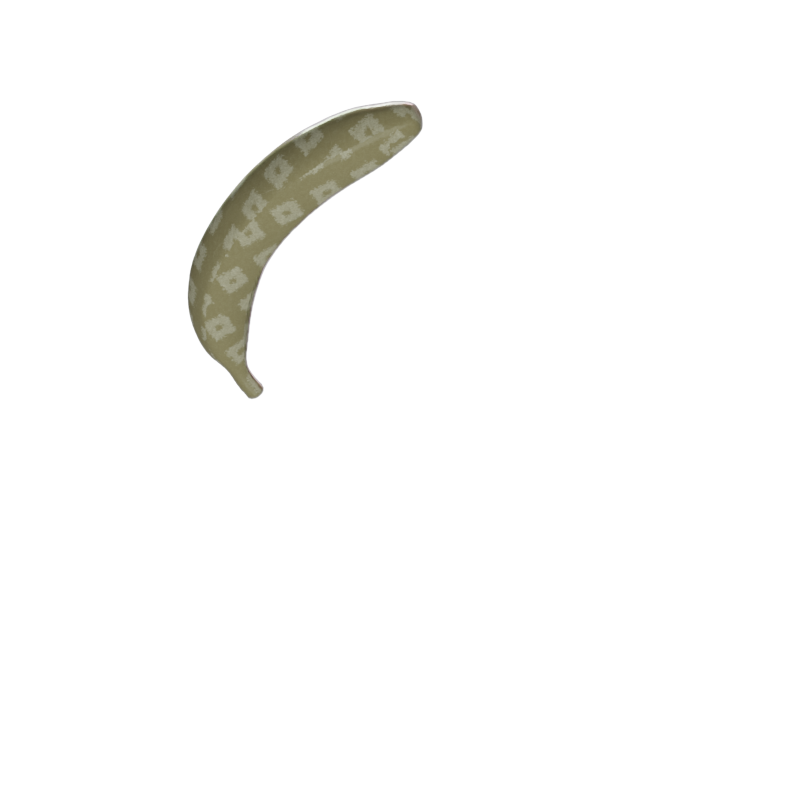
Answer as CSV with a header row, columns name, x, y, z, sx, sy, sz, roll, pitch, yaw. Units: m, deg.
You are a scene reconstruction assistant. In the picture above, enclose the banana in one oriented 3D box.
name,x,y,z,sx,sy,sz,roll,pitch,yaw
banana,-0.064,-0.087,0.581,0.067,0.191,0.039,24,33,-18
